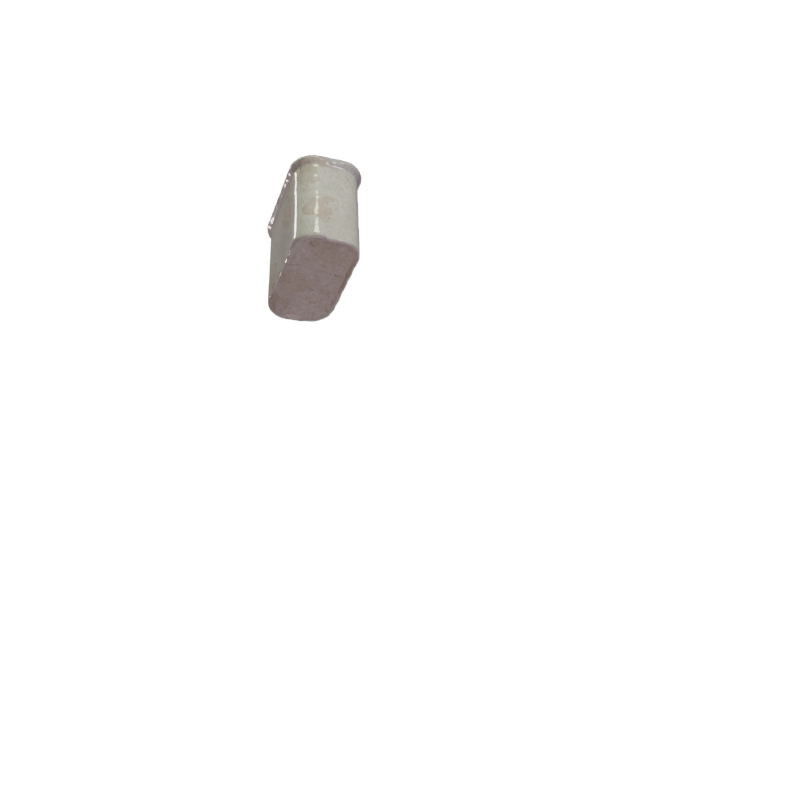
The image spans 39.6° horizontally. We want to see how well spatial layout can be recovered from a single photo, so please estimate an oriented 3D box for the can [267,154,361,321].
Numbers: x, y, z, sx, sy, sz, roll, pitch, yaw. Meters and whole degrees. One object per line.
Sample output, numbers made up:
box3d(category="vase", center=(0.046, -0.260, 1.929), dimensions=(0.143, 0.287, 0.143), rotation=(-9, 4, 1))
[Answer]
box3d(category="can", center=(-0.067, -0.121, 0.851), dimensions=(0.056, 0.090, 0.097), rotation=(11, -41, -16))
